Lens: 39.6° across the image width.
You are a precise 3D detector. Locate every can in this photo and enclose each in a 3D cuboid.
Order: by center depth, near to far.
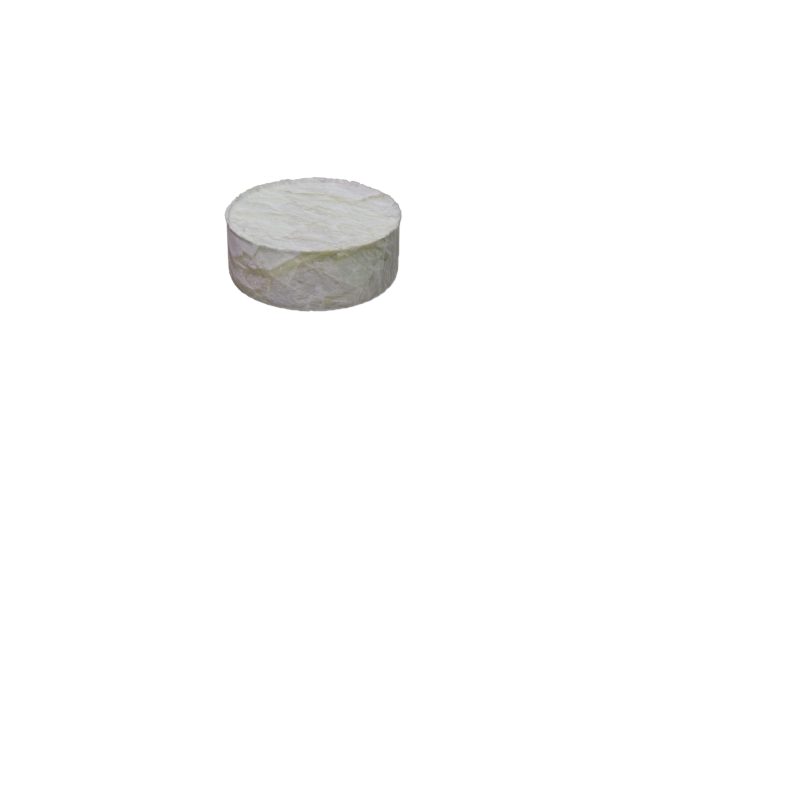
[{"bbox_3d":[-0.043,-0.078,0.544,0.086,0.032,0.091,-1,32,-2],"label":"can"}]
